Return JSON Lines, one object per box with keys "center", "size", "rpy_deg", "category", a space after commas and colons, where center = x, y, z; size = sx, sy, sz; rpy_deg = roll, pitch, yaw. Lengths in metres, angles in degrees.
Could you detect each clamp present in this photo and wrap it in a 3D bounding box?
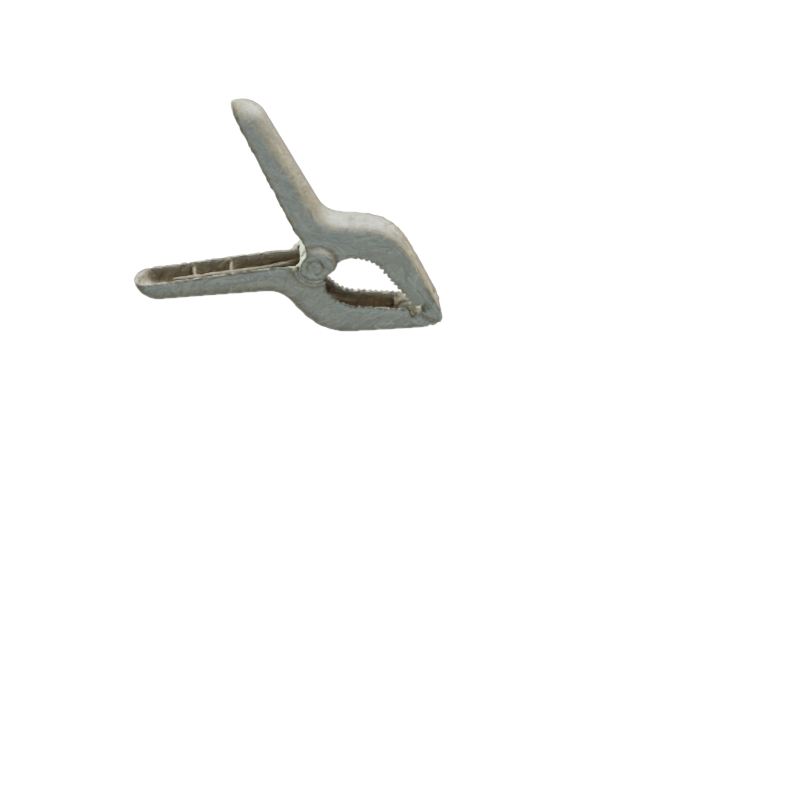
{"center": [-0.059, -0.108, 0.758], "size": [0.205, 0.158, 0.039], "rpy_deg": [18, 34, -13], "category": "clamp"}
